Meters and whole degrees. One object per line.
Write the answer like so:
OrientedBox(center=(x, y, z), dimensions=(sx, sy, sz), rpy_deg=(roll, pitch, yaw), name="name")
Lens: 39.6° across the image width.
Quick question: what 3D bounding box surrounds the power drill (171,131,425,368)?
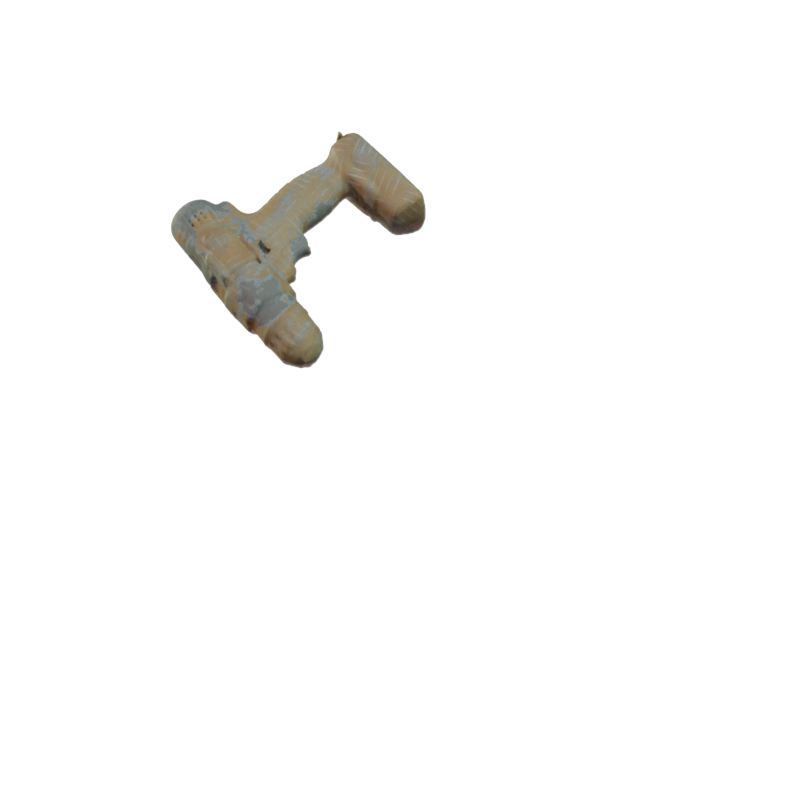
OrientedBox(center=(-0.072, -0.132, 0.926), dimensions=(0.188, 0.197, 0.054), rpy_deg=(-33, -28, -20), name="power drill")
